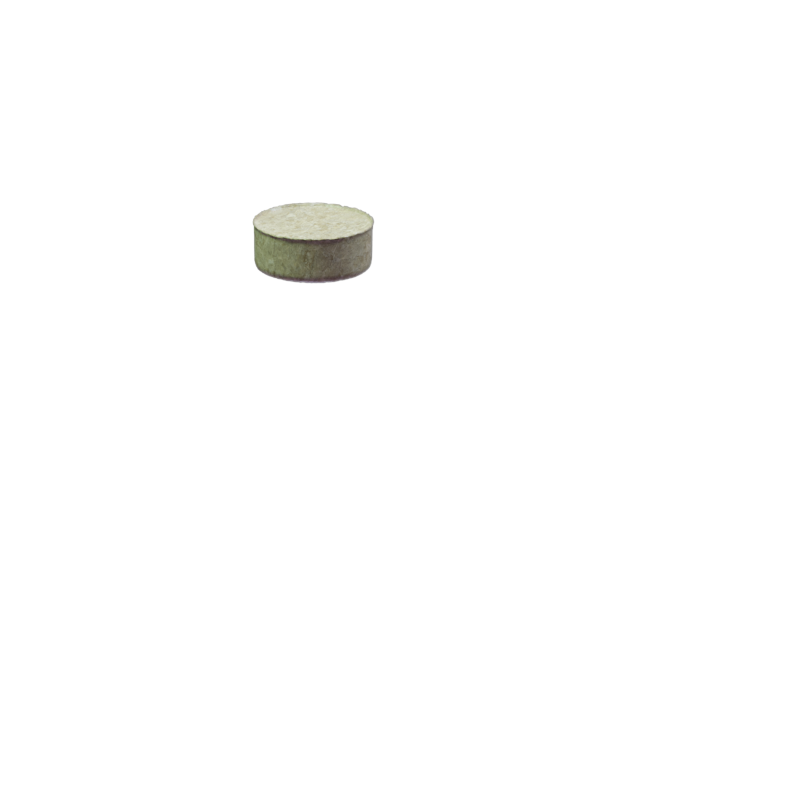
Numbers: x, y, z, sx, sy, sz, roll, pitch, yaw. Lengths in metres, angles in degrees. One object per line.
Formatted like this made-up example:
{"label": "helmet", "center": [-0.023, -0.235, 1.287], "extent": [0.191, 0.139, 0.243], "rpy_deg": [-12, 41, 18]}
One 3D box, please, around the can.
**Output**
{"label": "can", "center": [-0.062, -0.112, 0.787], "extent": [0.086, 0.032, 0.090], "rpy_deg": [-1, 25, -2]}
